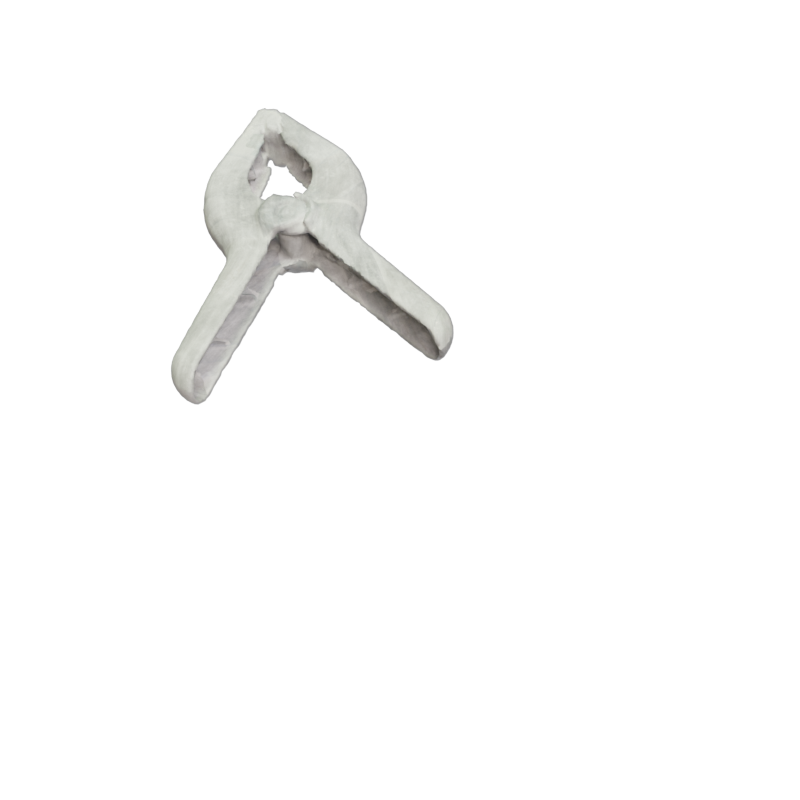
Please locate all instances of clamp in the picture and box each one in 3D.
[{"bbox_3d":[-0.041,-0.074,0.518,0.120,0.184,0.037,-1,-38,-1],"label":"clamp"}]
